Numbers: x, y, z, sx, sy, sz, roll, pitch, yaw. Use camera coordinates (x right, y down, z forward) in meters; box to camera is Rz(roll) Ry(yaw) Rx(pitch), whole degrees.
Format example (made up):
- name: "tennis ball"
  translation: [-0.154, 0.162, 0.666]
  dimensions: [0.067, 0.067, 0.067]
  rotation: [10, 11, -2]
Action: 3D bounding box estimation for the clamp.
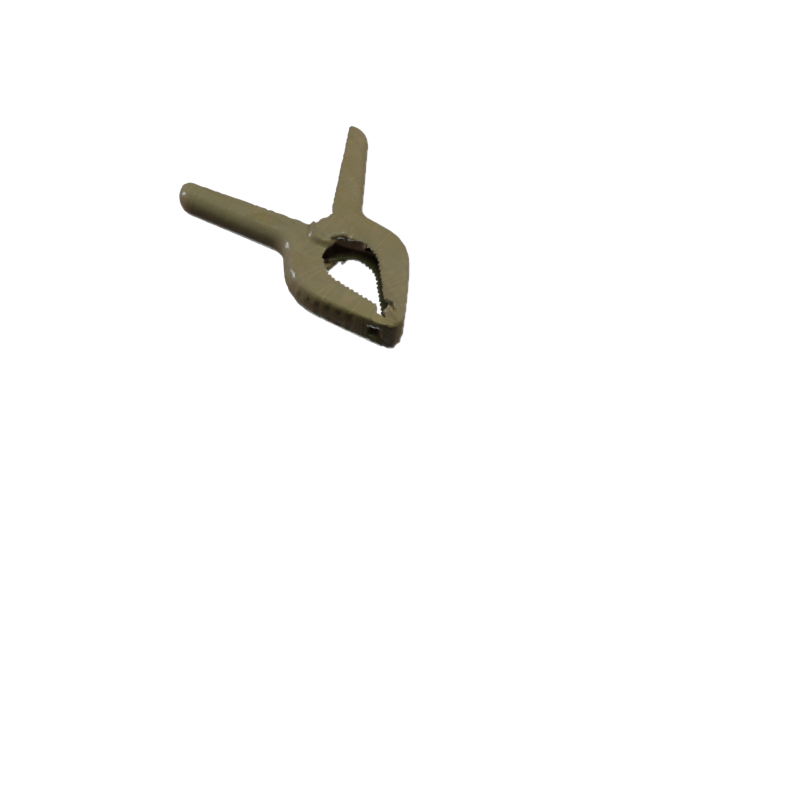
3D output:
- name: "clamp"
  translation: [-0.066, -0.120, 0.840]
  dimensions: [0.163, 0.227, 0.034]
  rotation: [-18, -36, -14]
